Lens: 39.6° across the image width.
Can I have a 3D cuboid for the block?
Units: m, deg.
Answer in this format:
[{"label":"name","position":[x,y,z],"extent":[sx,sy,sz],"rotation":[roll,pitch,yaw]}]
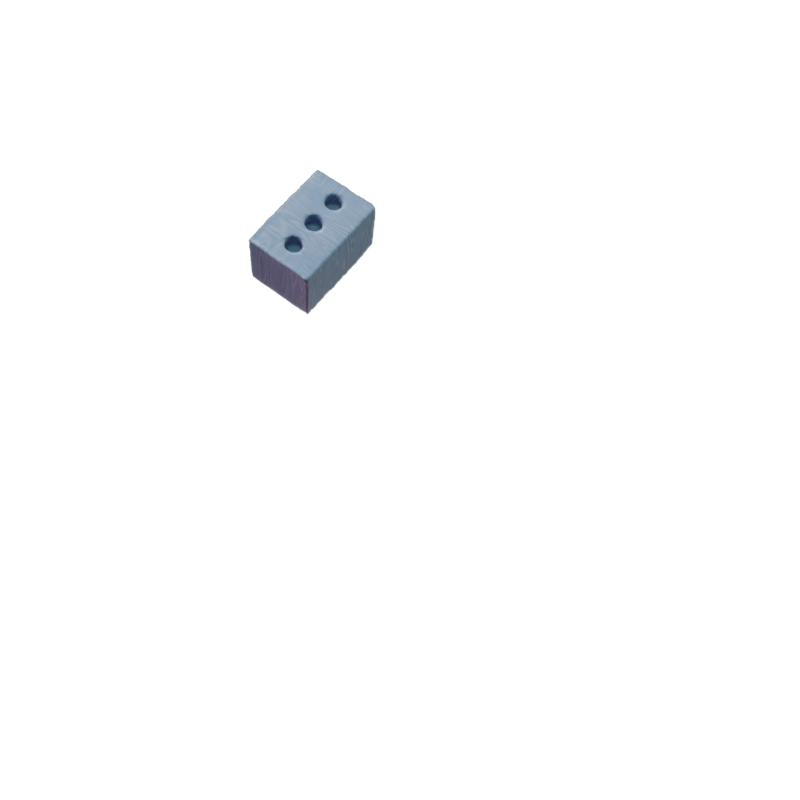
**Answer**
[{"label":"block","position":[-0.061,-0.110,0.774],"extent":[0.055,0.080,0.048],"rotation":[33,-24,15]}]
